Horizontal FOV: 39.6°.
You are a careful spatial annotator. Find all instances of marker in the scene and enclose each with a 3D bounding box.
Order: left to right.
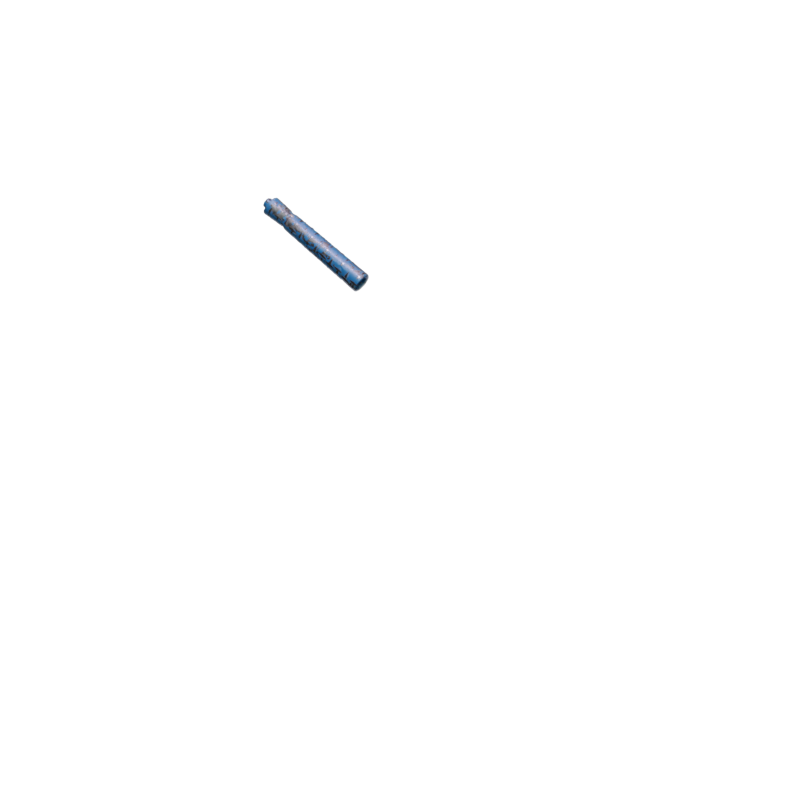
[{"bbox_3d":[-0.078,-0.142,0.996,0.127,0.019,0.019,42,19,20],"label":"marker"}]
